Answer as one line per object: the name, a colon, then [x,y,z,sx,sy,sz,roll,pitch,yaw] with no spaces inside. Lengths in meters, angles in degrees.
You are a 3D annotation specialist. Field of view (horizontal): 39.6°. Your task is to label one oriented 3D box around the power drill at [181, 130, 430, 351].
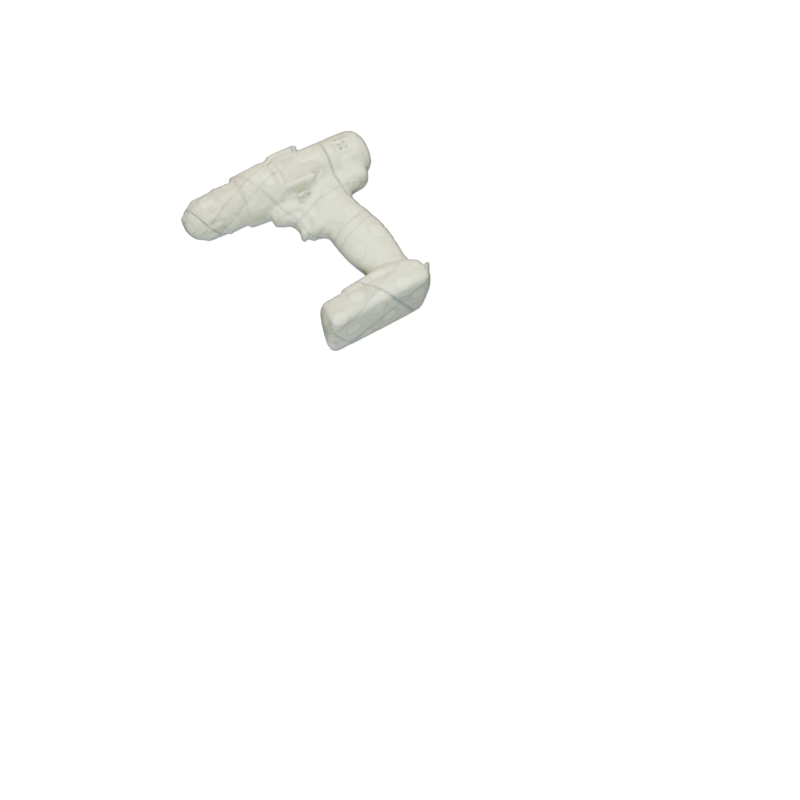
power drill: [-0.076,-0.139,0.971,0.184,0.200,0.054,-27,-25,-14]
